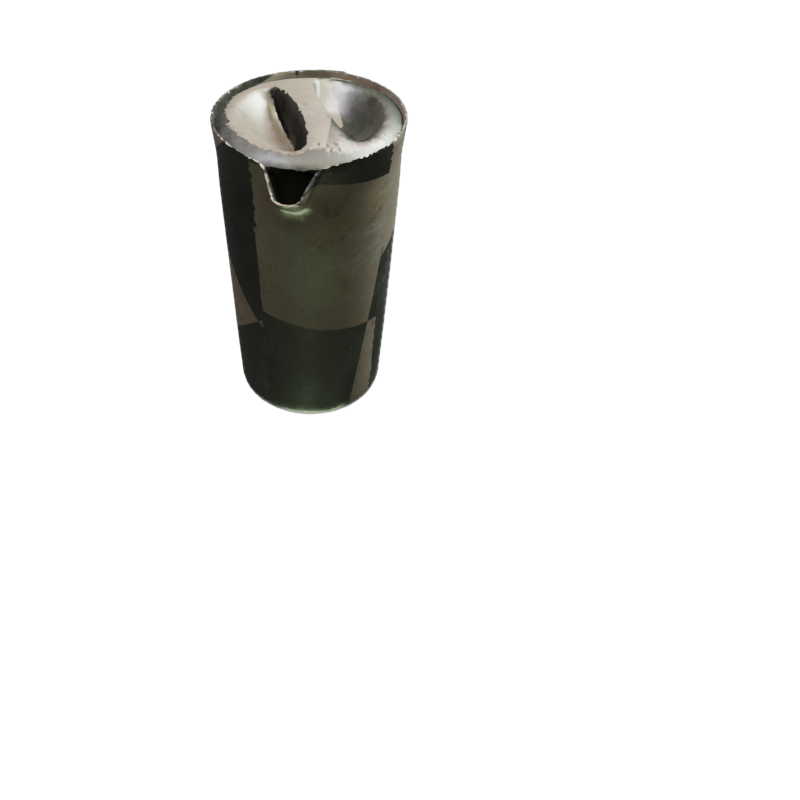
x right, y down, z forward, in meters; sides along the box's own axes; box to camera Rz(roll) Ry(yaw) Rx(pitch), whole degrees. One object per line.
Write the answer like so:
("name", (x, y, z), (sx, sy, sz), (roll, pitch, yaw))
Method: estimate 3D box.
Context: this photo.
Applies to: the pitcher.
("pitcher", (-0.064, -0.118, 0.823), (0.148, 0.227, 0.156), (-25, 47, -30))
